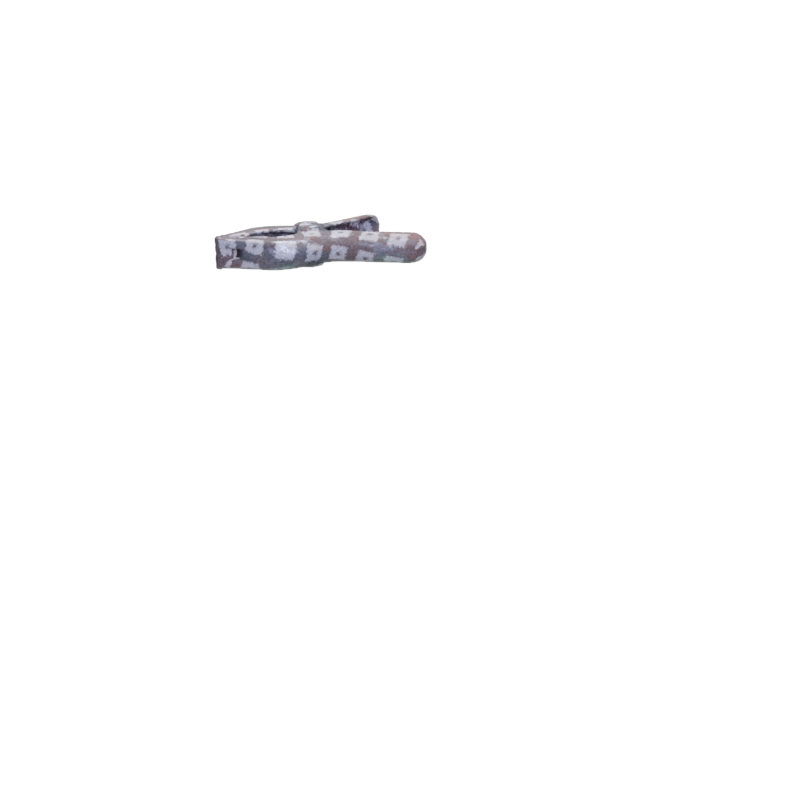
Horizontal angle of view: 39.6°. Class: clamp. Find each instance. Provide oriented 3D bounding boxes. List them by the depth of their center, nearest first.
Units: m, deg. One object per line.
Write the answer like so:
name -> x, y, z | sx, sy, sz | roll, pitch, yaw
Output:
clamp -> -0.074, -0.135, 0.943 | 0.169, 0.038, 0.124 | -2, 12, -11
